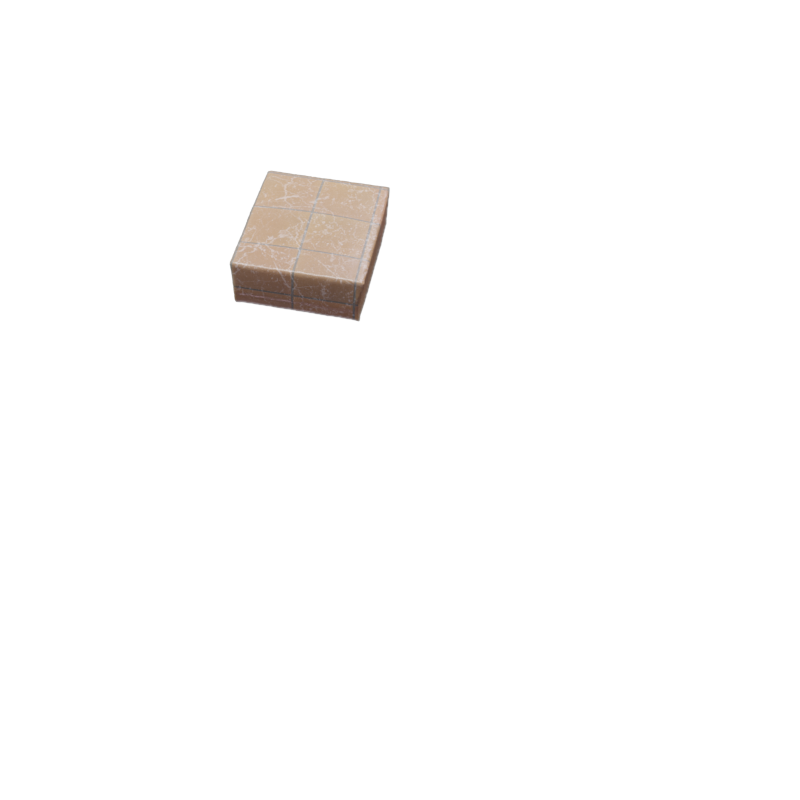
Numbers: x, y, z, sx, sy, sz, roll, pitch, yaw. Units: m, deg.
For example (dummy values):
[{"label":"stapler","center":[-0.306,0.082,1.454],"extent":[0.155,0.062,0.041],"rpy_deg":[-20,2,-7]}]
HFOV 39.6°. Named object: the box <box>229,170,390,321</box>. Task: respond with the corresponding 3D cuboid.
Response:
[{"label":"box","center":[-0.060,-0.109,0.762],"extent":[0.091,0.036,0.120],"rpy_deg":[7,45,6]}]
